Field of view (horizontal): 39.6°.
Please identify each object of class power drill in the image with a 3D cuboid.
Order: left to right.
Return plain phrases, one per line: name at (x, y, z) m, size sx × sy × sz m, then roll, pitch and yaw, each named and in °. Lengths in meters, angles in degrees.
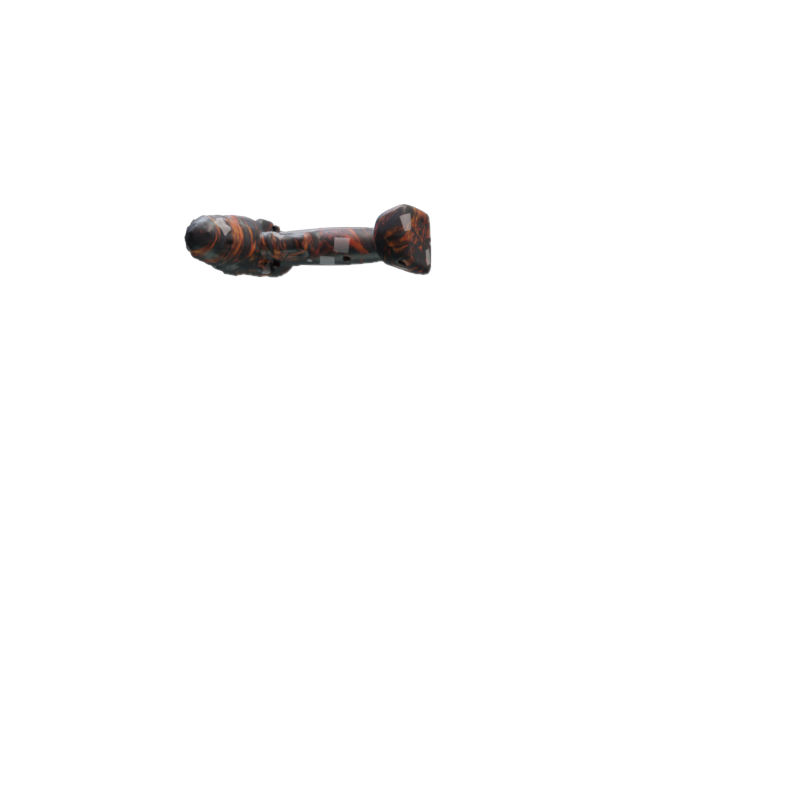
power drill at (-0.076, -0.138, 0.965) m, size 0.192 × 0.057 × 0.180 m, roll 1°, pitch 4°, yaw 17°
